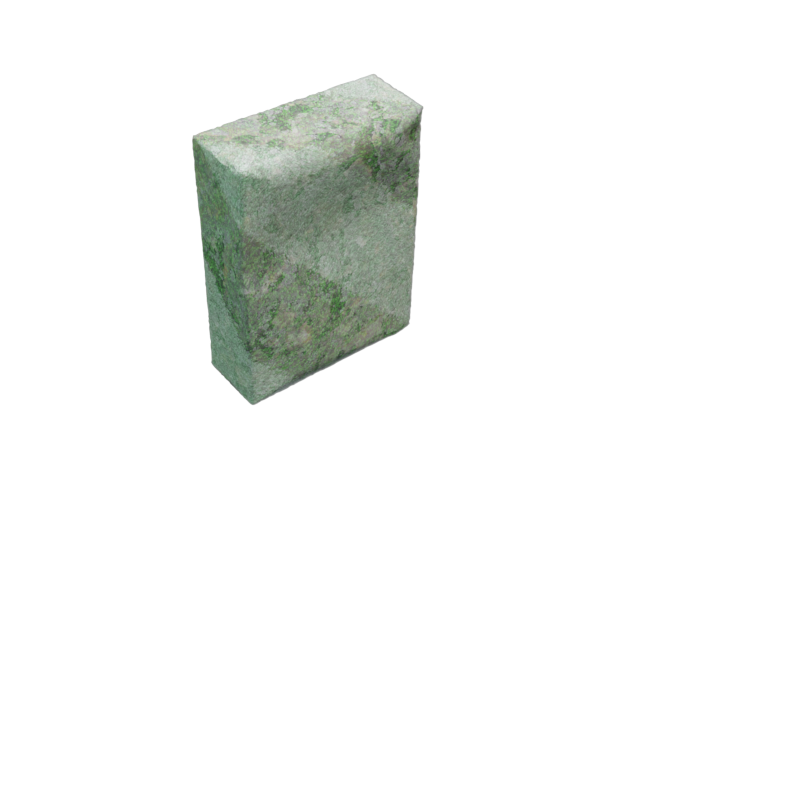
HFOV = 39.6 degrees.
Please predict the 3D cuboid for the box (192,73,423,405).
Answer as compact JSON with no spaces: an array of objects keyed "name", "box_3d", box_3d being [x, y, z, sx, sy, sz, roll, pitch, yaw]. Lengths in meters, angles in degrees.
[{"name":"box","box_3d":[-0.066,-0.121,0.848,0.163,0.200,0.077,-26,47,-30]}]
